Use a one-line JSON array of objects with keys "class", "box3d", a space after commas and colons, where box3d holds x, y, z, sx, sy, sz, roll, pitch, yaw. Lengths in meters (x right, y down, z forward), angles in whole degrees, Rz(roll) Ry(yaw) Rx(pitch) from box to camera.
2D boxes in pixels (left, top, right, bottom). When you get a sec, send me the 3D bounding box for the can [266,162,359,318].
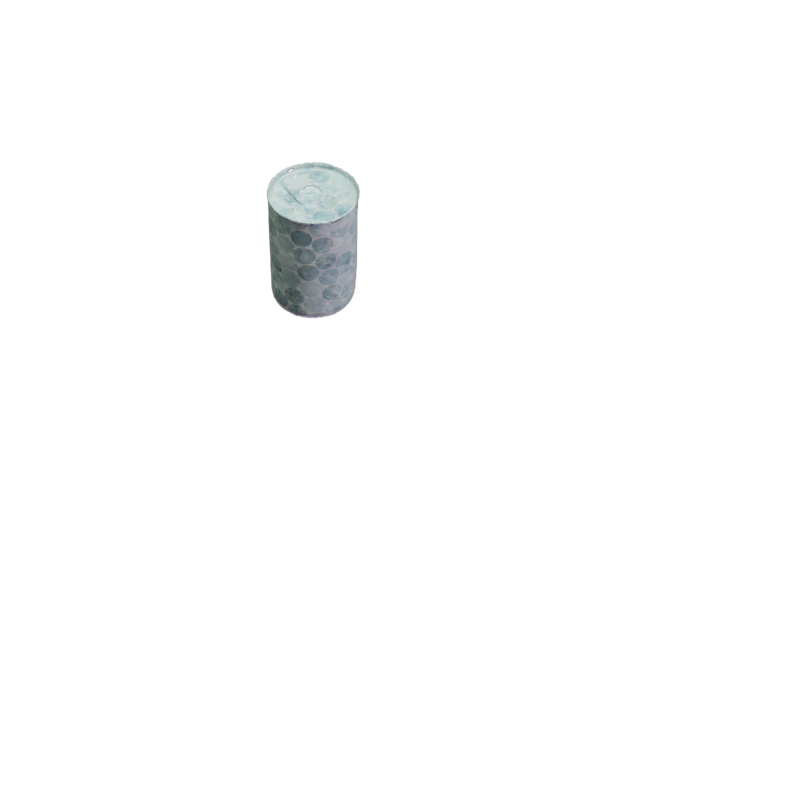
[{"class": "can", "box3d": [-0.066, -0.120, 0.842, 0.068, 0.074, 0.095, 0, -42, -3]}]
